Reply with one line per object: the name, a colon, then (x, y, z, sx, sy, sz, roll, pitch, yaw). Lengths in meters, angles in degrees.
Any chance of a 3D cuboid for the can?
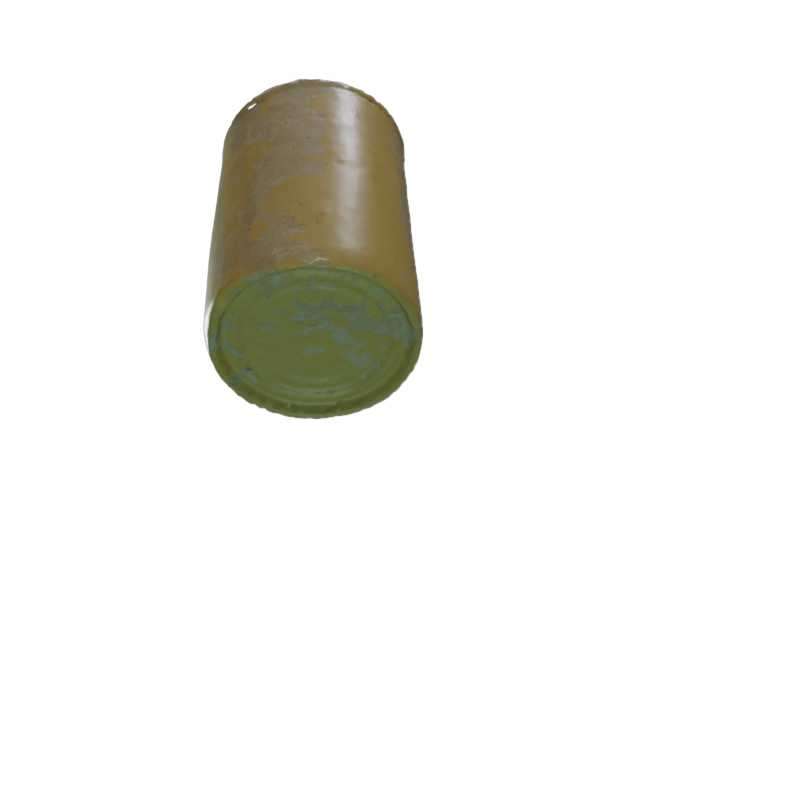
can: (-0.029, -0.053, 0.373, 0.068, 0.064, 0.110, -1, 42, -3)
